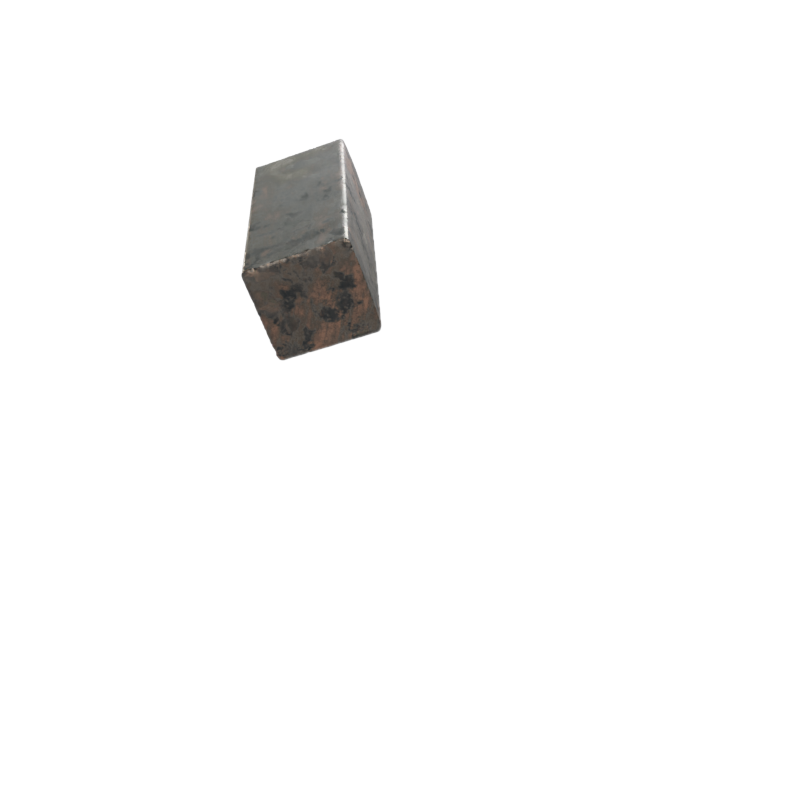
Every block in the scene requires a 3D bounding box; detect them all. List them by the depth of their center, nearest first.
[{"bbox_3d":[-0.075,-0.136,0.958,0.091,0.084,0.219,-17,32,7],"label":"block"}]
